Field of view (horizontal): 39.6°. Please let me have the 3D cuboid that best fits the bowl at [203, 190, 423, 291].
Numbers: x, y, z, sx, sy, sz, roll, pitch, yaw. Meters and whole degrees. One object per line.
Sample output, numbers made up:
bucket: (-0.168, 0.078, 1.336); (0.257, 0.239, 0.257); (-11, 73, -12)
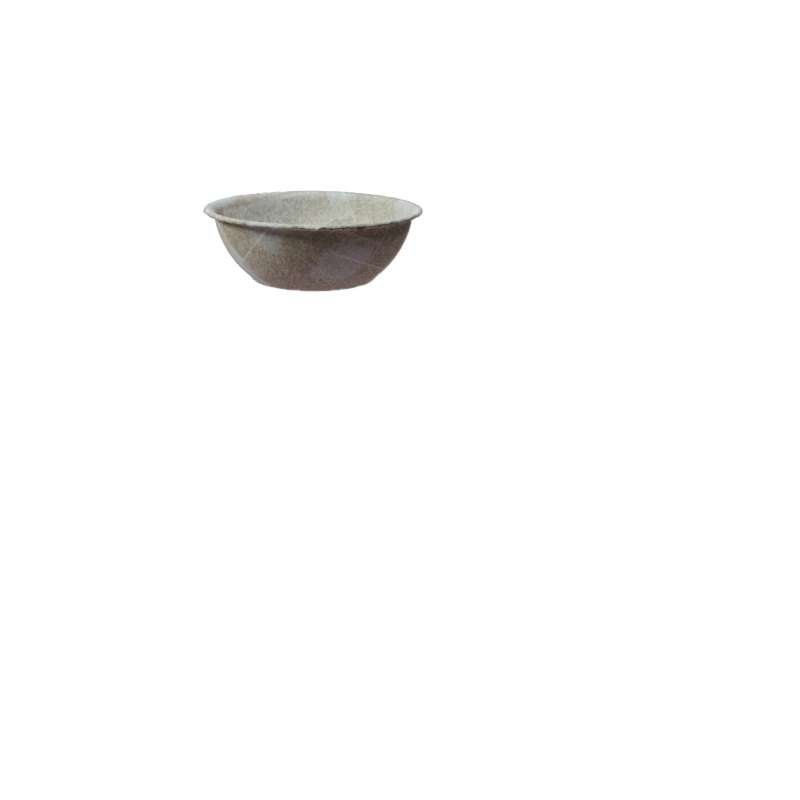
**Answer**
bowl: (-0.065, -0.118, 0.825); (0.162, 0.053, 0.168); (-1, 18, -2)
